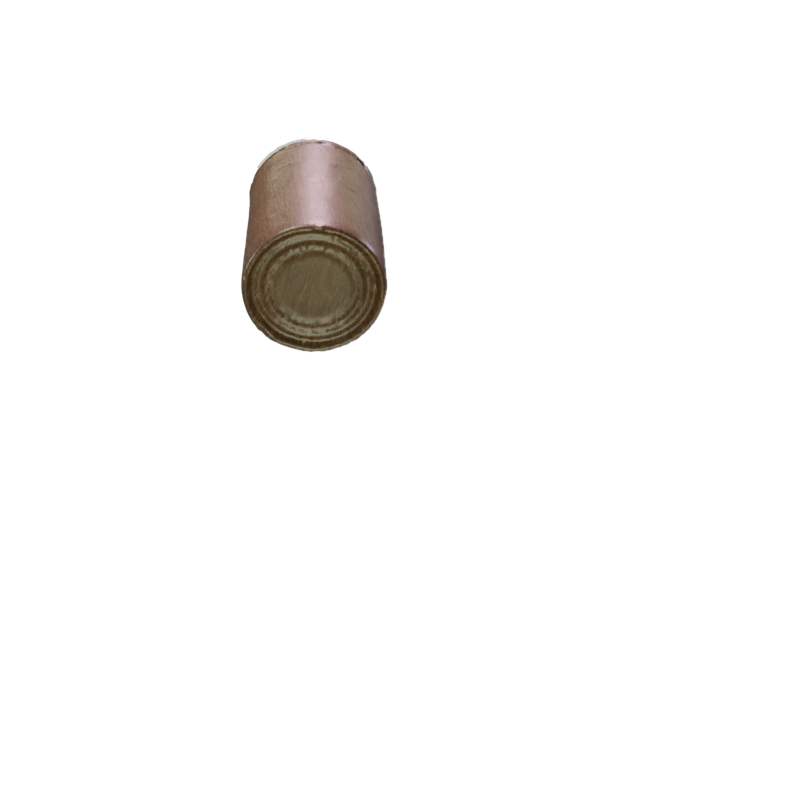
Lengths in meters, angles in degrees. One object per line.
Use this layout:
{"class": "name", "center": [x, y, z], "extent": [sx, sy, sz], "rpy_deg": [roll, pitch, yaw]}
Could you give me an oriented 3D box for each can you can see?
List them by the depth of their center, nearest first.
{"class": "can", "center": [-0.043, -0.078, 0.544], "extent": [0.068, 0.064, 0.109], "rpy_deg": [-1, 32, -3]}
